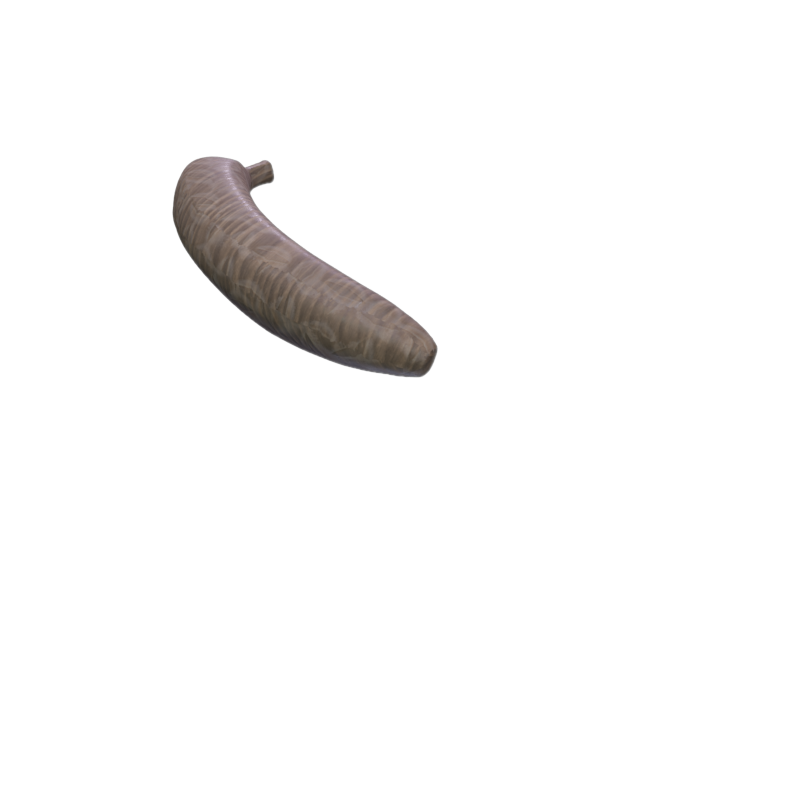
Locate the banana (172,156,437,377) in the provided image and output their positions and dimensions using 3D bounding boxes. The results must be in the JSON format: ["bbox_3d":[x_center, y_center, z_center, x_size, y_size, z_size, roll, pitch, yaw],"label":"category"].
[{"bbox_3d":[-0.056,-0.067,0.481,0.068,0.034,0.214,-13,37,-19],"label":"banana"}]
